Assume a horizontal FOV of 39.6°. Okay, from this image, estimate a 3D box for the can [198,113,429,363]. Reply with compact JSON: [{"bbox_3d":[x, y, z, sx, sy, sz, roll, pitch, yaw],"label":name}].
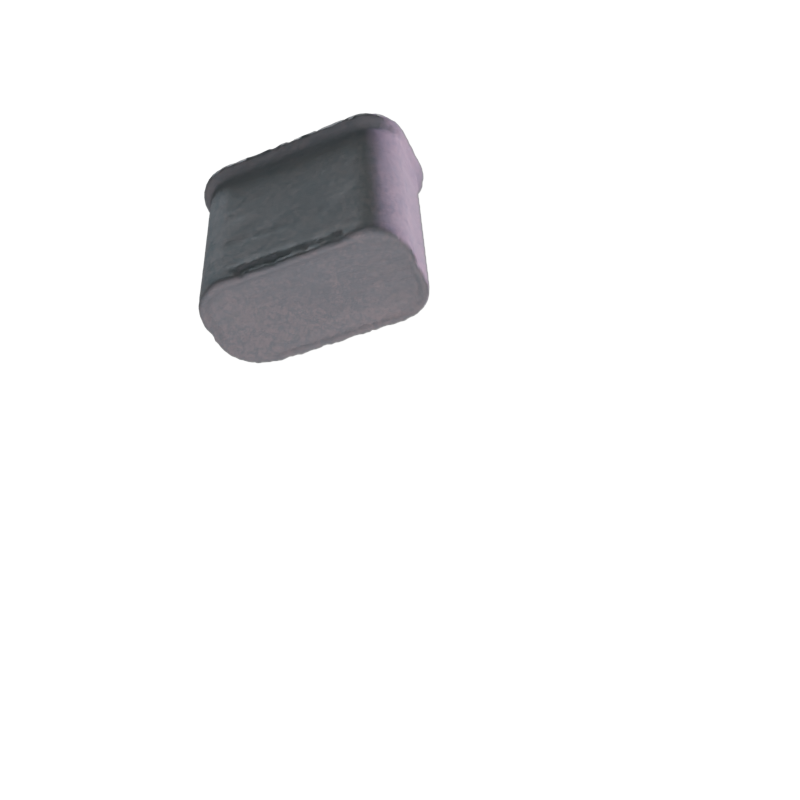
[{"bbox_3d":[-0.039,-0.071,0.494,0.102,0.090,0.053,-18,-48,15],"label":"can"}]
